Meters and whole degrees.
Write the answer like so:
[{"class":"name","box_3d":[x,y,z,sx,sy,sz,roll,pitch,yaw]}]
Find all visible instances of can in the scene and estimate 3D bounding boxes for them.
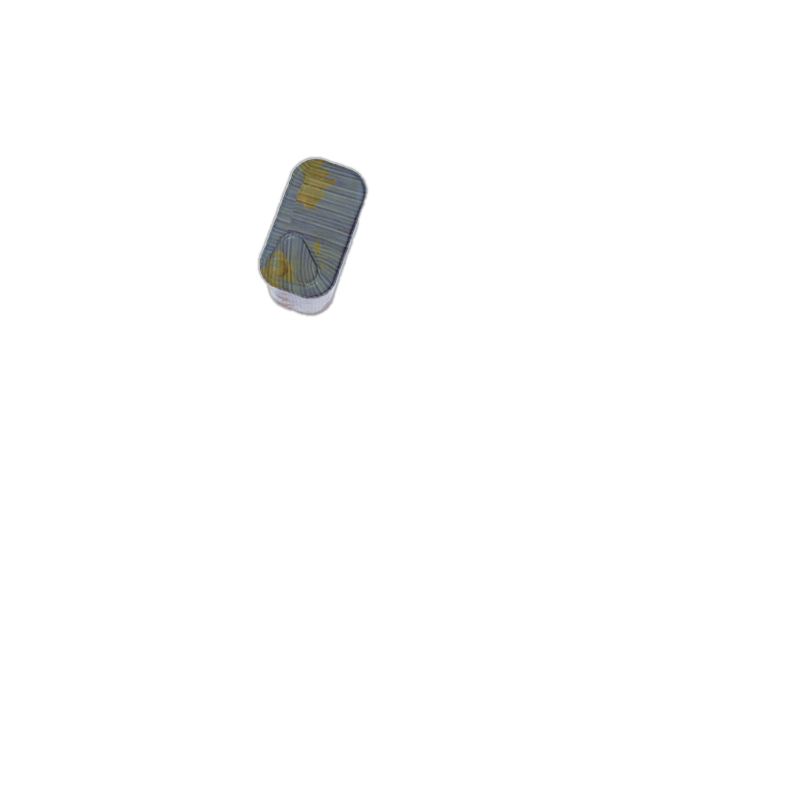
[{"class":"can","box_3d":[-0.065,-0.119,0.833,0.058,0.104,0.081,19,-11,0]}]
